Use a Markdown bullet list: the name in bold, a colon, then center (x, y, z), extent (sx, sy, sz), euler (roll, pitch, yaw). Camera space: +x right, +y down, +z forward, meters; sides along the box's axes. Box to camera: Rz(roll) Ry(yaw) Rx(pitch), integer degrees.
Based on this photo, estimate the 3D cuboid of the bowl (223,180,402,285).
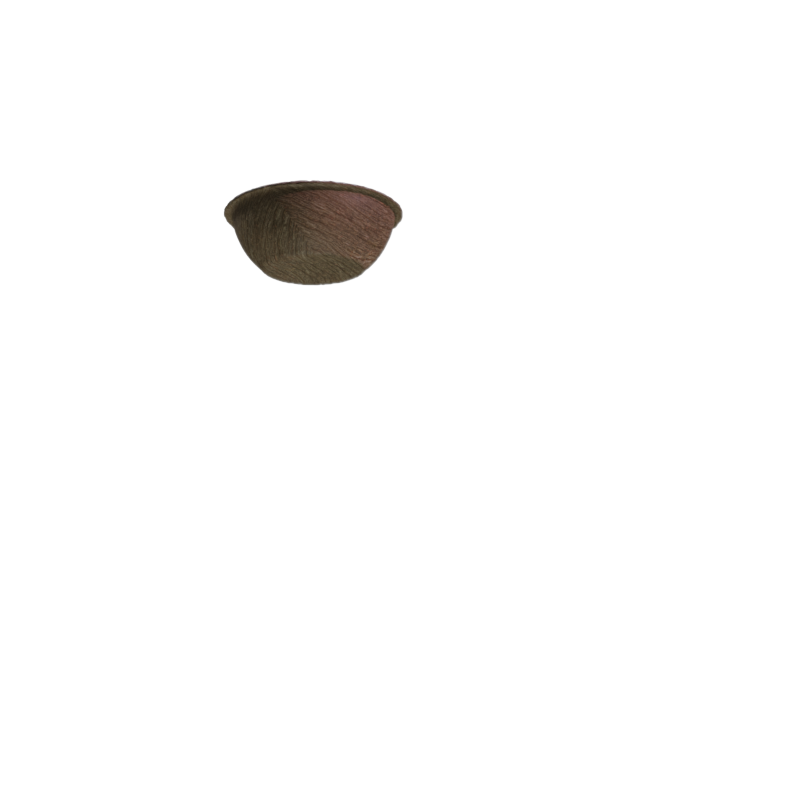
- **bowl**: center (-0.078, -0.142, 0.996), extent (0.162, 0.057, 0.156), euler (0, -13, -2)
